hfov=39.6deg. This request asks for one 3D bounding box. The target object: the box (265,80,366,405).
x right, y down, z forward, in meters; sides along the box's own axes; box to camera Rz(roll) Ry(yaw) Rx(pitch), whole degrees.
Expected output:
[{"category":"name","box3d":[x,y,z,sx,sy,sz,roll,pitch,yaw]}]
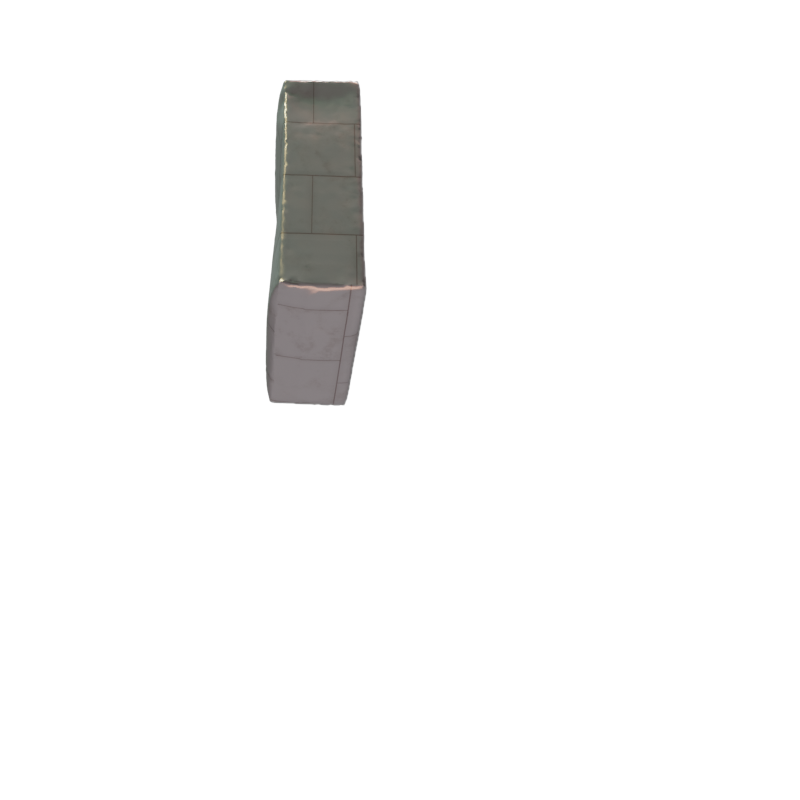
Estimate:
[{"category":"box","box3d":[-0.071,-0.129,0.901,0.071,0.229,0.154,2,-35,-7]}]
